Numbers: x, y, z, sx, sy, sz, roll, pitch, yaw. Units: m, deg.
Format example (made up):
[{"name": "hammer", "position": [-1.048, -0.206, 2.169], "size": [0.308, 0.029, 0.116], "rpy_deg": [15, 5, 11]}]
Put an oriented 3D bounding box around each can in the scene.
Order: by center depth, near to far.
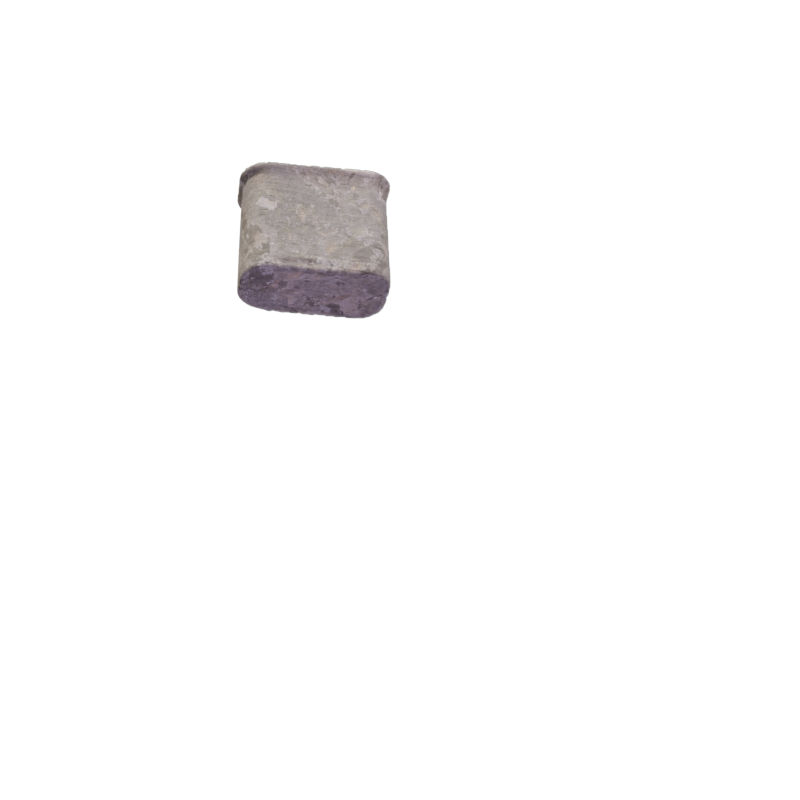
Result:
[{"name": "can", "position": [-0.057, -0.104, 0.729], "size": [0.101, 0.090, 0.054], "rpy_deg": [4, -34, -8]}]
